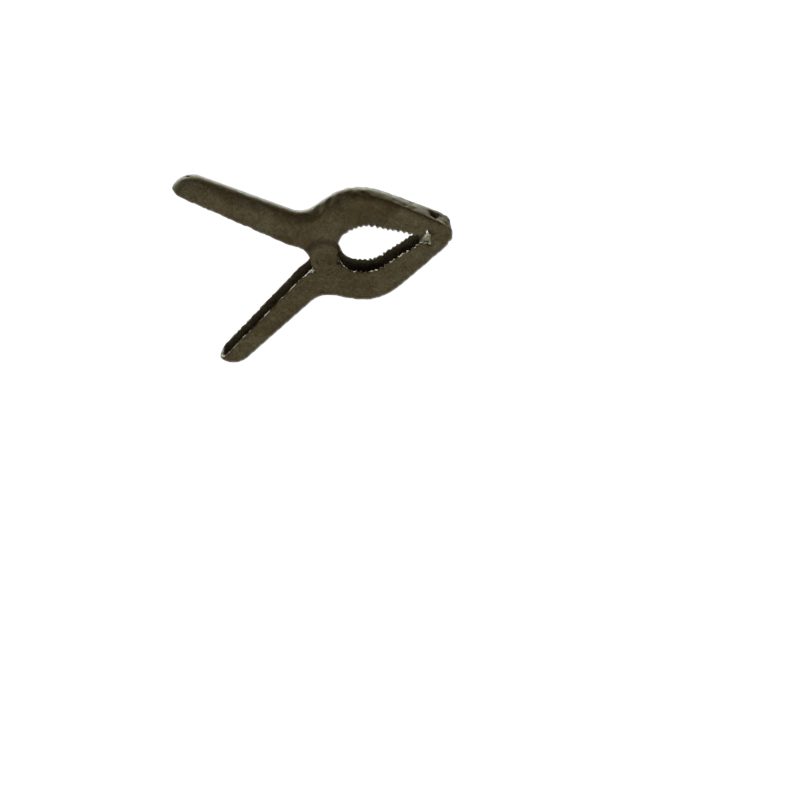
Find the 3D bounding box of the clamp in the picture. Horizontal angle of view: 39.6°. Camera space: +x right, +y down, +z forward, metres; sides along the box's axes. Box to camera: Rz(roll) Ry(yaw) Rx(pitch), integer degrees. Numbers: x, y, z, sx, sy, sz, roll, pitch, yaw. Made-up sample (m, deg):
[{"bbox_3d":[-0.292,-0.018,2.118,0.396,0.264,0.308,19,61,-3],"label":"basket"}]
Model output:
[{"bbox_3d":[-0.067,-0.123,0.860,0.211,0.154,0.039,-16,28,8],"label":"clamp"}]
